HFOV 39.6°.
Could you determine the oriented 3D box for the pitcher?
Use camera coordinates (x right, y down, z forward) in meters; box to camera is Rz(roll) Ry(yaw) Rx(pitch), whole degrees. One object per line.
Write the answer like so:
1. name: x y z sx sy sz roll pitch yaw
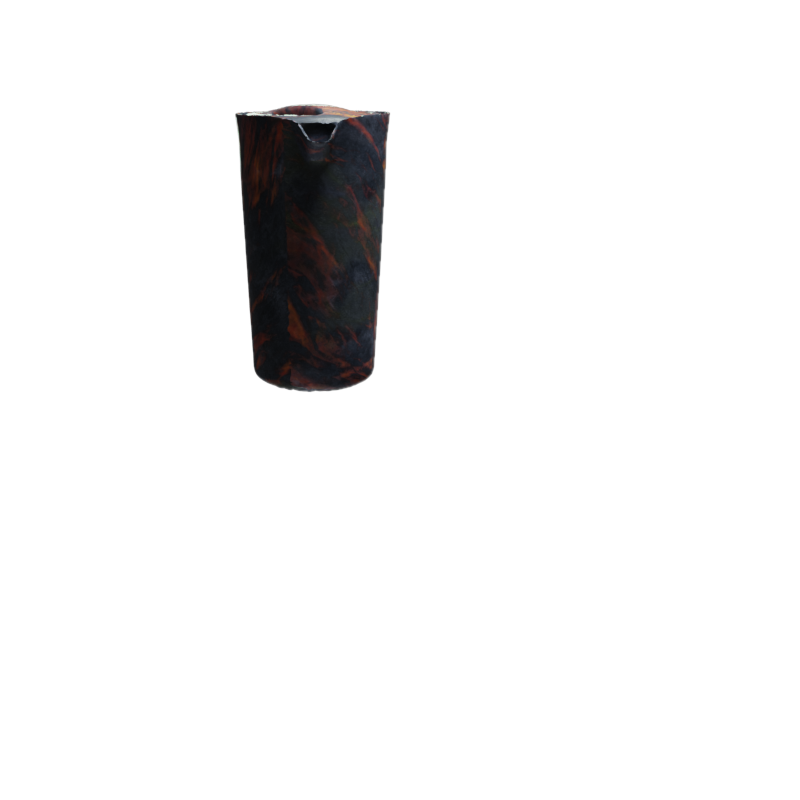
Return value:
1. pitcher: -0.077 -0.140 0.984 0.152 0.237 0.146 9 14 37
